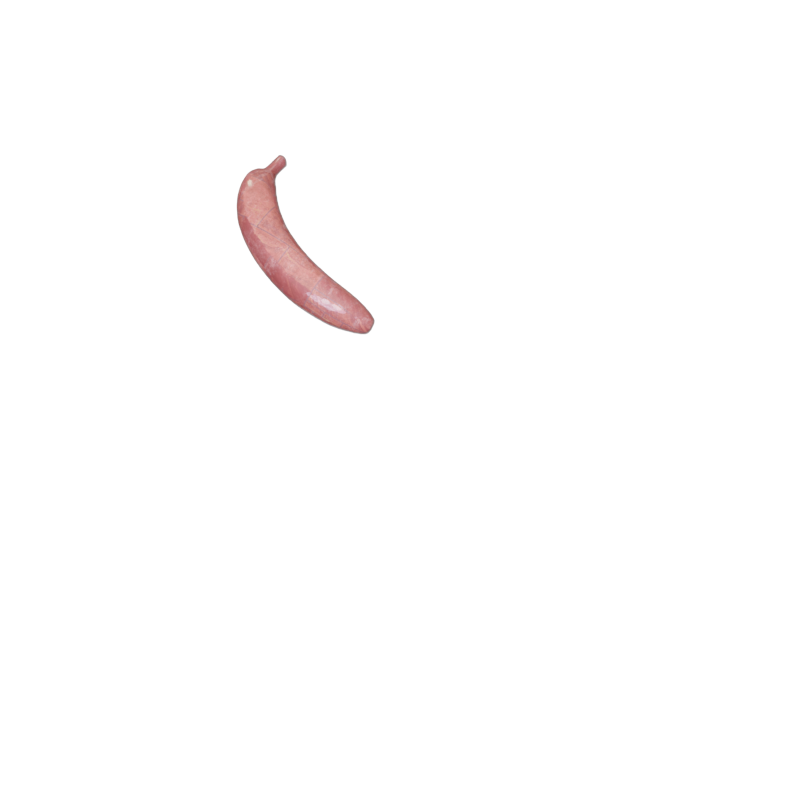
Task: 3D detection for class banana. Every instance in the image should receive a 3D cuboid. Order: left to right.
[{"bbox_3d":[-0.092,-0.131,0.941,0.069,0.211,0.034,-21,-28,-12],"label":"banana"}]
